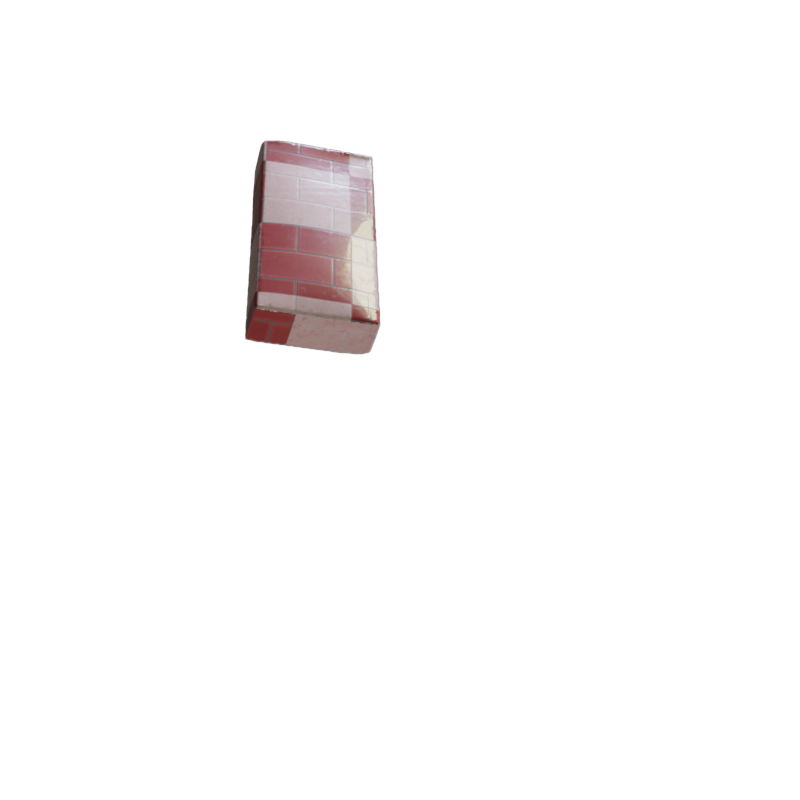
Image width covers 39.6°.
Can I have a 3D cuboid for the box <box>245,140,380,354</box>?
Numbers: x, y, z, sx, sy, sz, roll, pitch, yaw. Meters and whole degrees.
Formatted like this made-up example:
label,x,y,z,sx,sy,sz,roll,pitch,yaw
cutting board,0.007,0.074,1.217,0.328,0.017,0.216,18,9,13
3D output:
label,x,y,z,sx,sy,sz,roll,pitch,yaw
box,-0.066,-0.120,0.839,0.092,0.189,0.046,6,-38,-12
